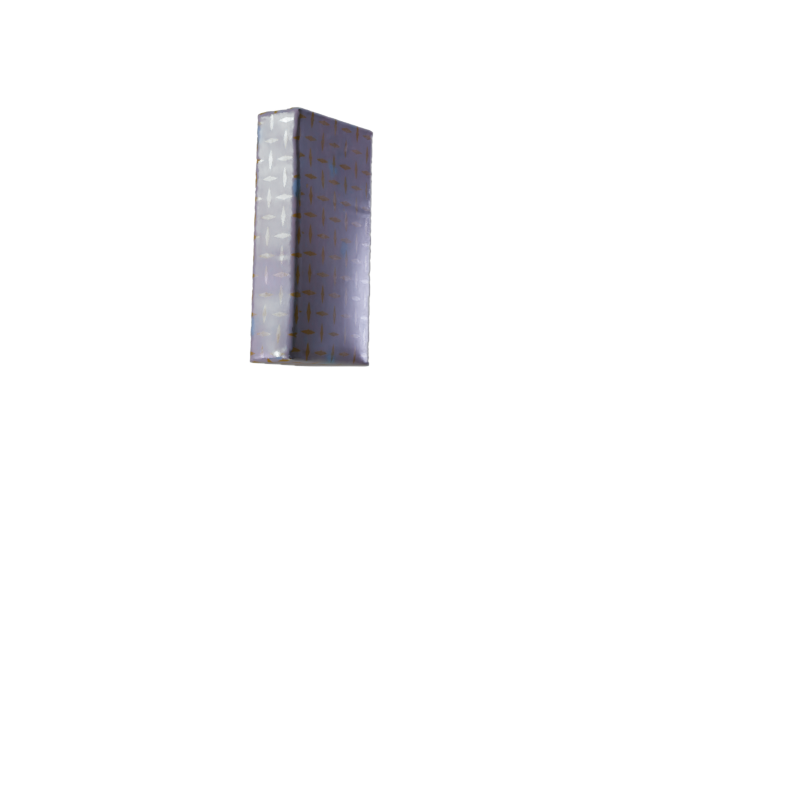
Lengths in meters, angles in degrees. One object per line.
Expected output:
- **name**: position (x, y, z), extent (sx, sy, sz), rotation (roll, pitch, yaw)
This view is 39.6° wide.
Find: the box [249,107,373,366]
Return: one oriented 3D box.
- **box**: position (-0.062, -0.113, 0.794), extent (0.049, 0.180, 0.089), rotation (-6, -9, 35)
